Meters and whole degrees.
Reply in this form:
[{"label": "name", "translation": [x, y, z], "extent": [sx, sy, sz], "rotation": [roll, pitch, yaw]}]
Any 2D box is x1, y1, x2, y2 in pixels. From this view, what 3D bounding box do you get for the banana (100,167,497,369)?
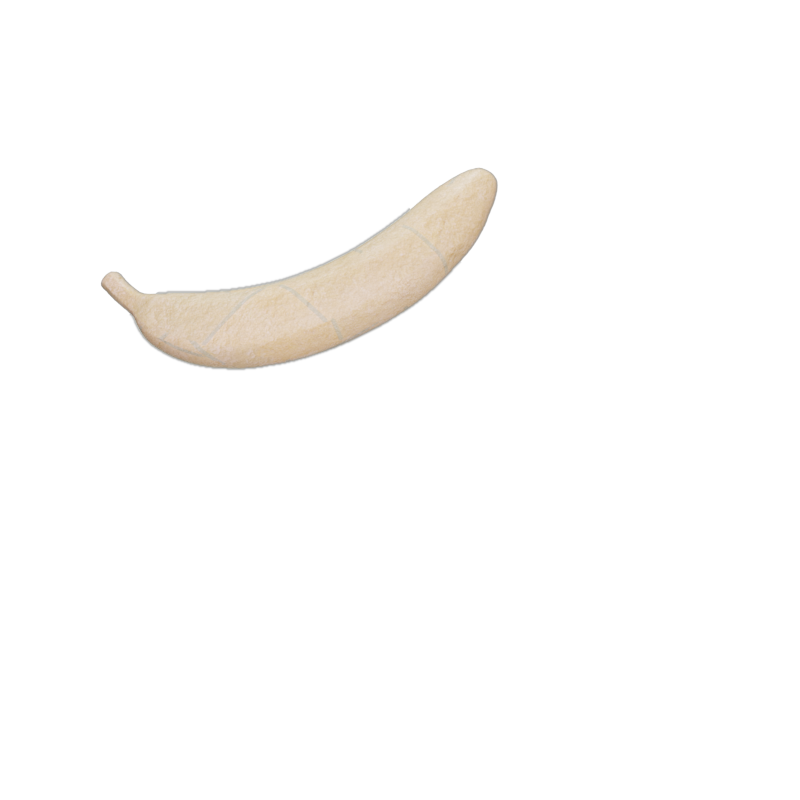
[{"label": "banana", "translation": [-0.039, -0.057, 0.520], "extent": [0.197, 0.073, 0.035], "rotation": [-16, -17, -5]}]
